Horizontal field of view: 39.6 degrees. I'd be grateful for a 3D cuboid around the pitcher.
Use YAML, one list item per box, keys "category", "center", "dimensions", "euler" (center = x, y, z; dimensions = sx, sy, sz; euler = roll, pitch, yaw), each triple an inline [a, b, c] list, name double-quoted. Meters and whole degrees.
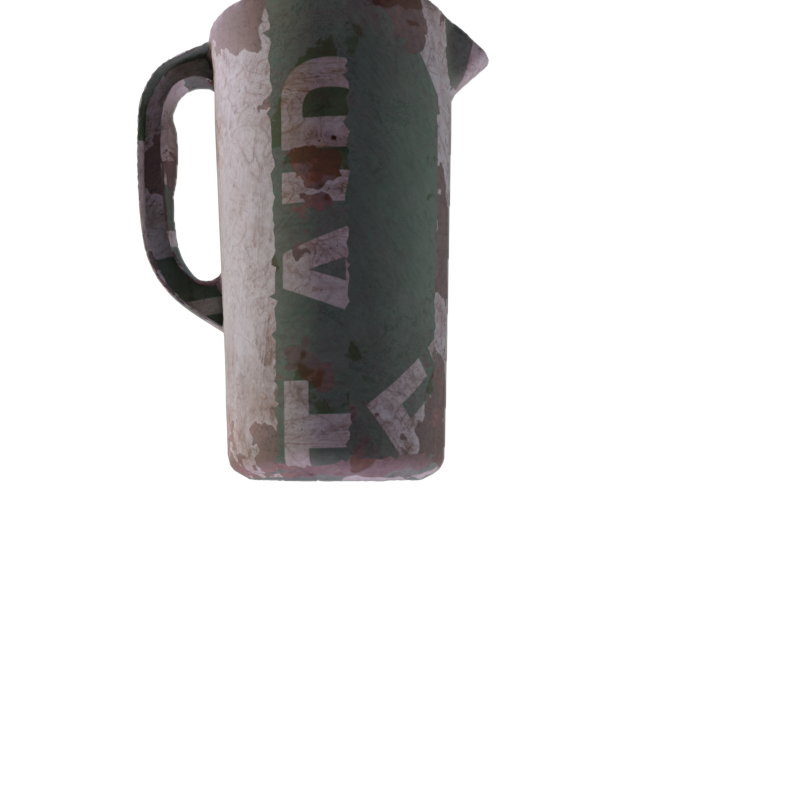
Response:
- category: "pitcher"
  center: [-0.045, -0.083, 0.579]
  dimensions: [0.138, 0.251, 0.152]
  euler: [9, -15, -40]
